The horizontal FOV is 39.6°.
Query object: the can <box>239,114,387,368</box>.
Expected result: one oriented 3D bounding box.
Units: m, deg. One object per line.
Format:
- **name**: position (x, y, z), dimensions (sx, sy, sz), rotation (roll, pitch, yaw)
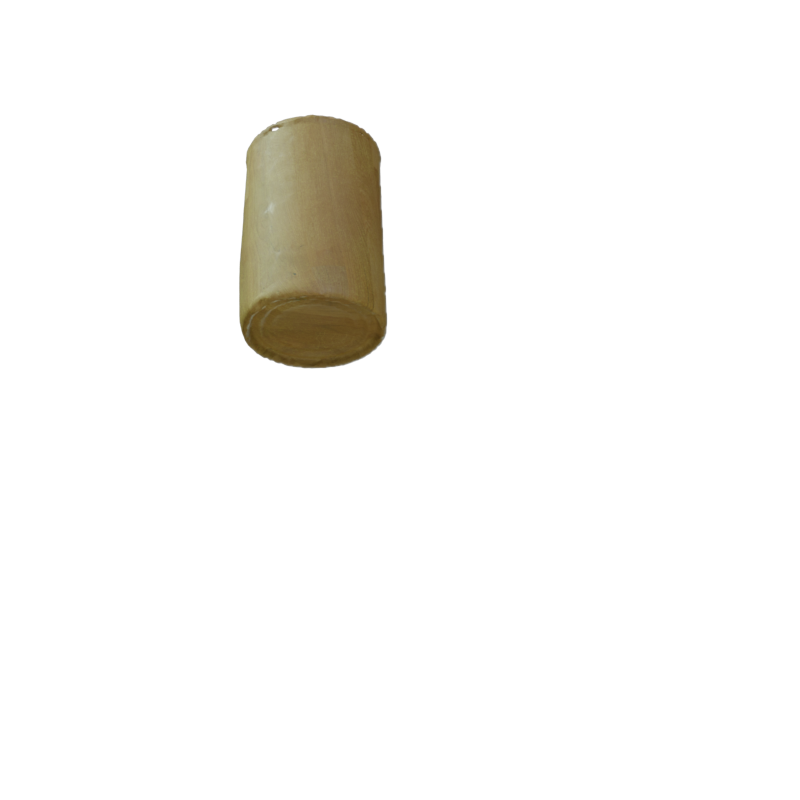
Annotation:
- **can**: position (-0.041, -0.075, 0.527), dimensions (0.068, 0.109, 0.064), rotation (-1, -33, -2)
